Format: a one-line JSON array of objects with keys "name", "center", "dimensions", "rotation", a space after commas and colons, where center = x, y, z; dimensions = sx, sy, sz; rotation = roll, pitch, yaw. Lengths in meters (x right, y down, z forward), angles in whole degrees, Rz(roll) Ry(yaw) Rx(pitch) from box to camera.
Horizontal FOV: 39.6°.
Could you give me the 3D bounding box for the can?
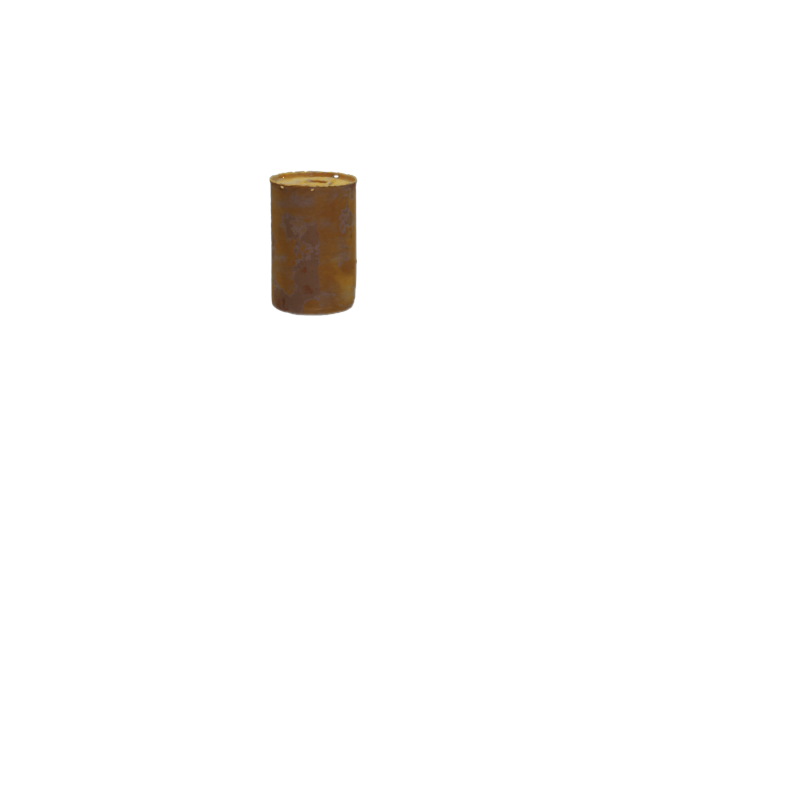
[{"name": "can", "center": [-0.068, -0.124, 0.868], "dimensions": [0.068, 0.099, 0.071], "rotation": [0, 16, -2]}]
